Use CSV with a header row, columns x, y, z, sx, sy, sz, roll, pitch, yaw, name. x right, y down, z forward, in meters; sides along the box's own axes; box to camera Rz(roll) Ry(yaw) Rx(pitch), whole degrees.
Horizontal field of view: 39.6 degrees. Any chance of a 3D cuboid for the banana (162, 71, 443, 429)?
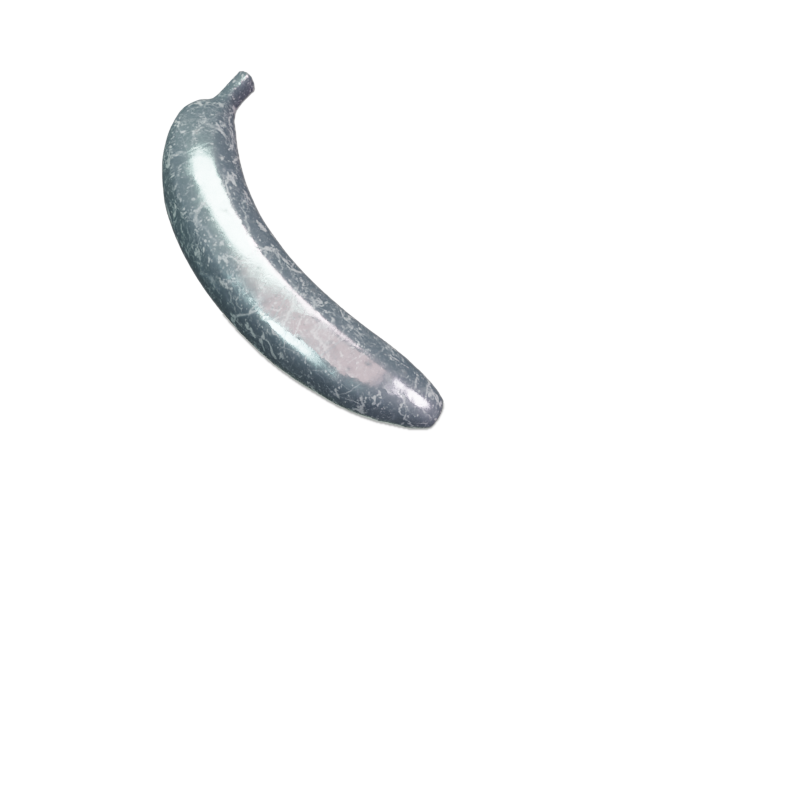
x,y,z,sx,sy,sz,roll,pitch,yaw,name
-0.056,-0.065,0.482,0.069,0.210,0.035,-25,-22,-11,banana
